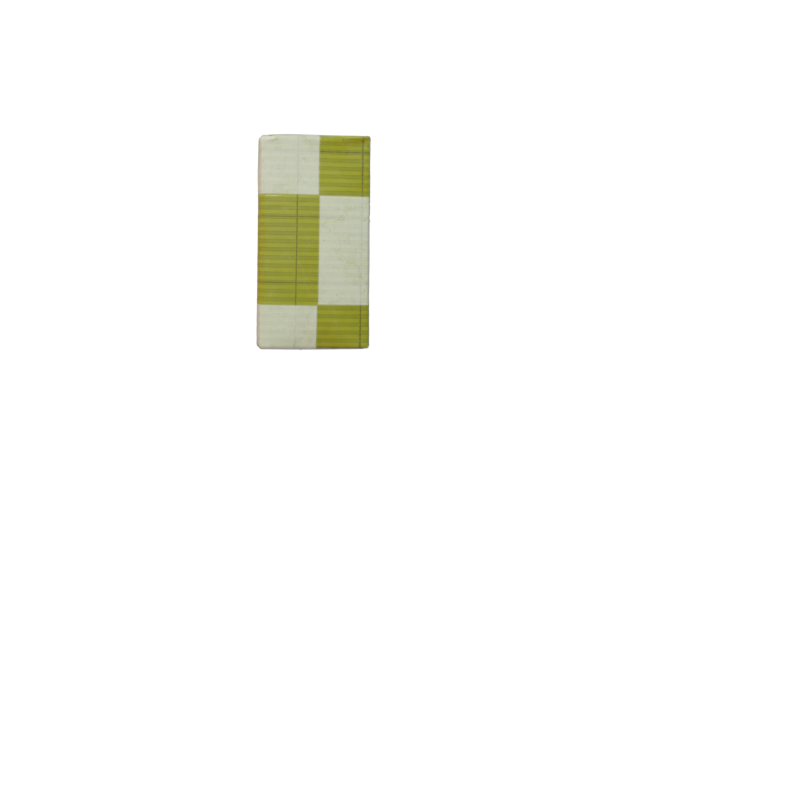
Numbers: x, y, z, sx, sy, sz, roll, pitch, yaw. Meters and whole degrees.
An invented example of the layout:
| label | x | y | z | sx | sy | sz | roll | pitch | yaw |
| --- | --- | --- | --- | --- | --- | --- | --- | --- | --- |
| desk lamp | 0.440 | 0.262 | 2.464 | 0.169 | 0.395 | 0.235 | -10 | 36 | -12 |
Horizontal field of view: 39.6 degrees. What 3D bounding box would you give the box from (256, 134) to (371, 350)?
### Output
| label | x | y | z | sx | sy | sz | roll | pitch | yaw |
| --- | --- | --- | --- | --- | --- | --- | --- | --- | --- |
| box | -0.072 | -0.131 | 0.921 | 0.092 | 0.175 | 0.049 | 0 | 2 | -8 |
